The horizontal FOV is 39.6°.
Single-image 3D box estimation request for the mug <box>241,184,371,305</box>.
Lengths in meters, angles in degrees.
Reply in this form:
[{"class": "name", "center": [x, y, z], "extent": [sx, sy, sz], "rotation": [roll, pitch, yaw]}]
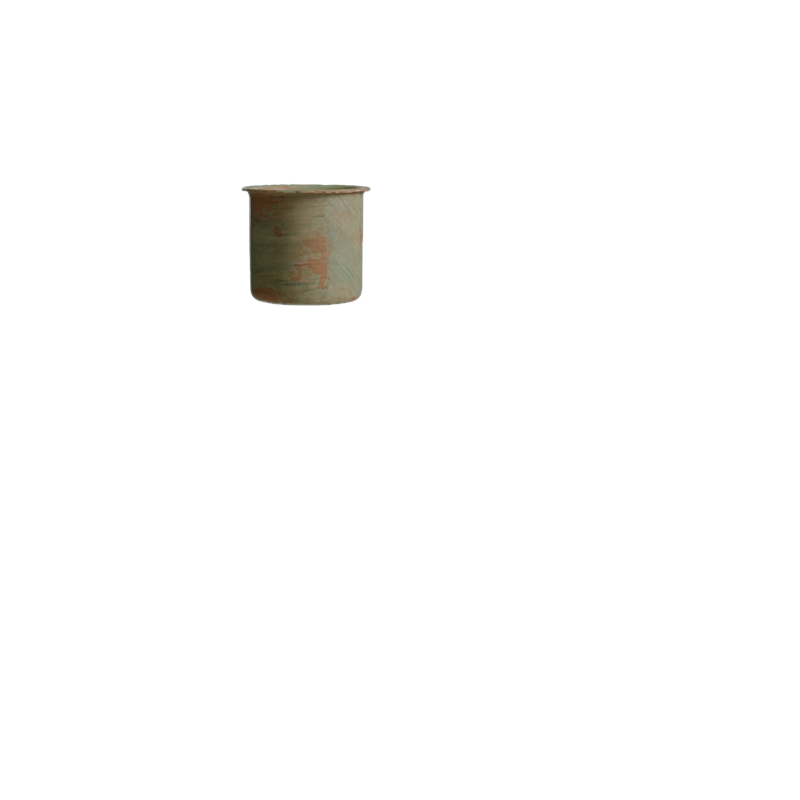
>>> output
[{"class": "mug", "center": [-0.063, -0.116, 0.811], "extent": [0.096, 0.080, 0.116], "rotation": [4, 12, 22]}]
